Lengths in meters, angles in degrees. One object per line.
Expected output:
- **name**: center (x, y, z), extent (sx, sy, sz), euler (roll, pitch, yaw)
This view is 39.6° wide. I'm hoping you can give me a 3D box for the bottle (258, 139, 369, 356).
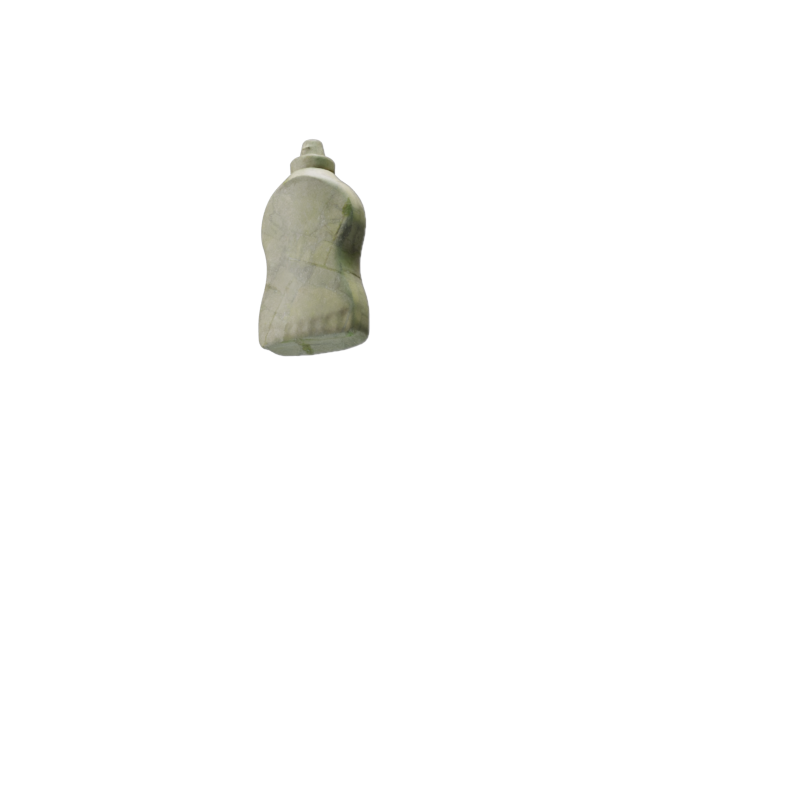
- **bottle**: center (-0.076, -0.139, 0.973), extent (0.098, 0.201, 0.055), euler (-12, -22, 28)
